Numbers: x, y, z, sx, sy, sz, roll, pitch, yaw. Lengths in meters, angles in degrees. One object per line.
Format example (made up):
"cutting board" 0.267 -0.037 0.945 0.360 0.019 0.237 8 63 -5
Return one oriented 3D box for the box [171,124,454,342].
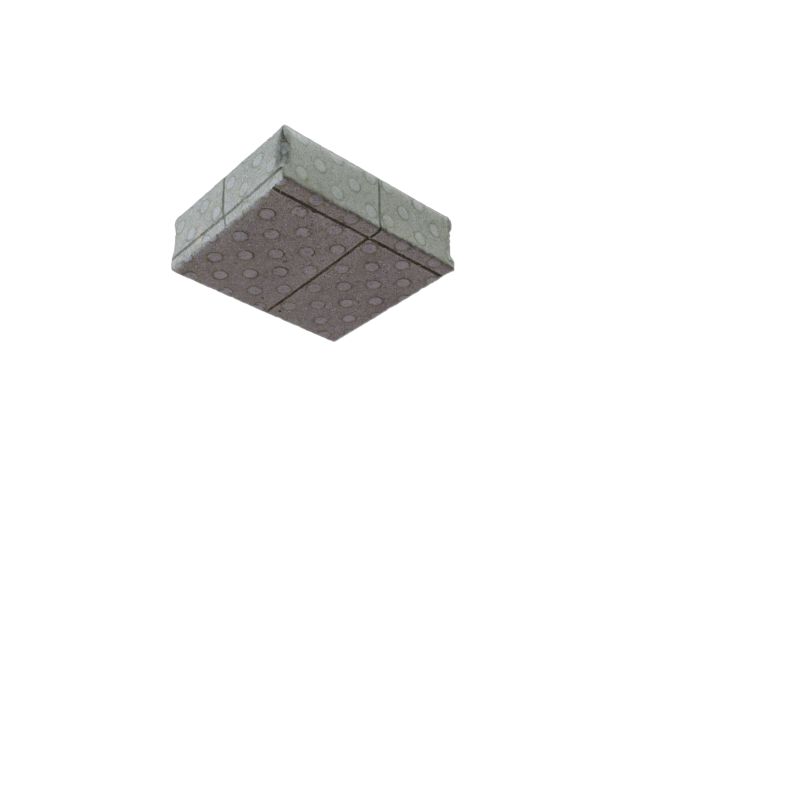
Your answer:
"box" -0.035 -0.063 0.444 0.084 0.032 0.072 24 -39 -34
